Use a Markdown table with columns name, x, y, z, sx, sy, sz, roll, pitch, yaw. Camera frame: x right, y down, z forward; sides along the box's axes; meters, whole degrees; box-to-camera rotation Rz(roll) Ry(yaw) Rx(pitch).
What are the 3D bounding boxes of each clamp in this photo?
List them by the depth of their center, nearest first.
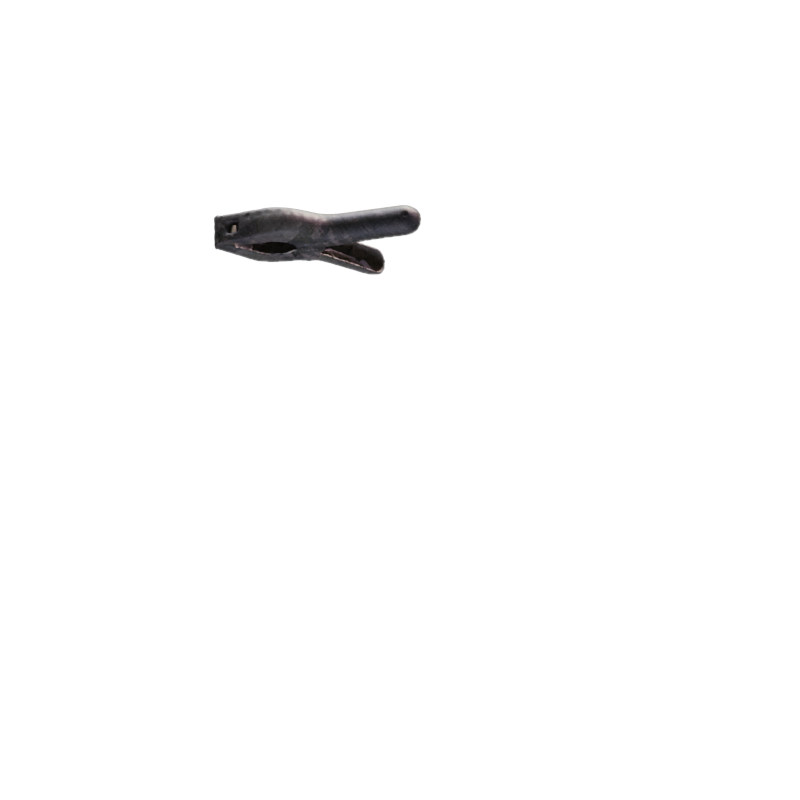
| name | x | y | z | sx | sy | sz | roll | pitch | yaw |
| --- | --- | --- | --- | --- | --- | --- | --- | --- | --- |
| clamp | -0.075 | -0.137 | 0.959 | 0.170 | 0.041 | 0.114 | 2 | -22 | -5 |
